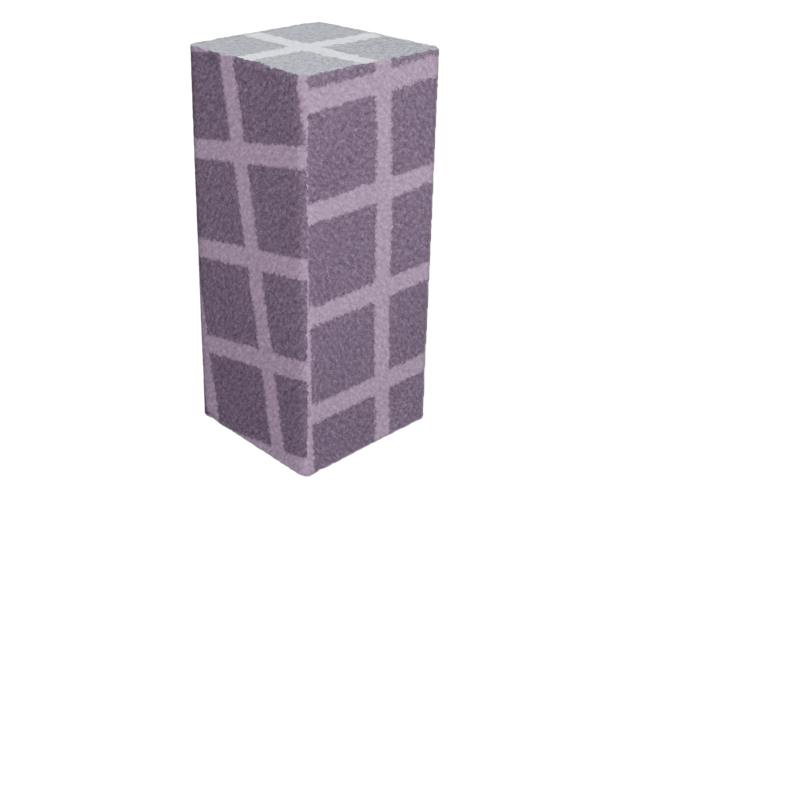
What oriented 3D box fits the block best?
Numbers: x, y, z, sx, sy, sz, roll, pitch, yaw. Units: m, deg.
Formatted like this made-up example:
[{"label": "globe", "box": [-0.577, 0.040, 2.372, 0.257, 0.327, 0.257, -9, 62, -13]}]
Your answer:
[{"label": "block", "box": [-0.045, -0.082, 0.575, 0.090, 0.196, 0.096, -21, 33, -40]}]
